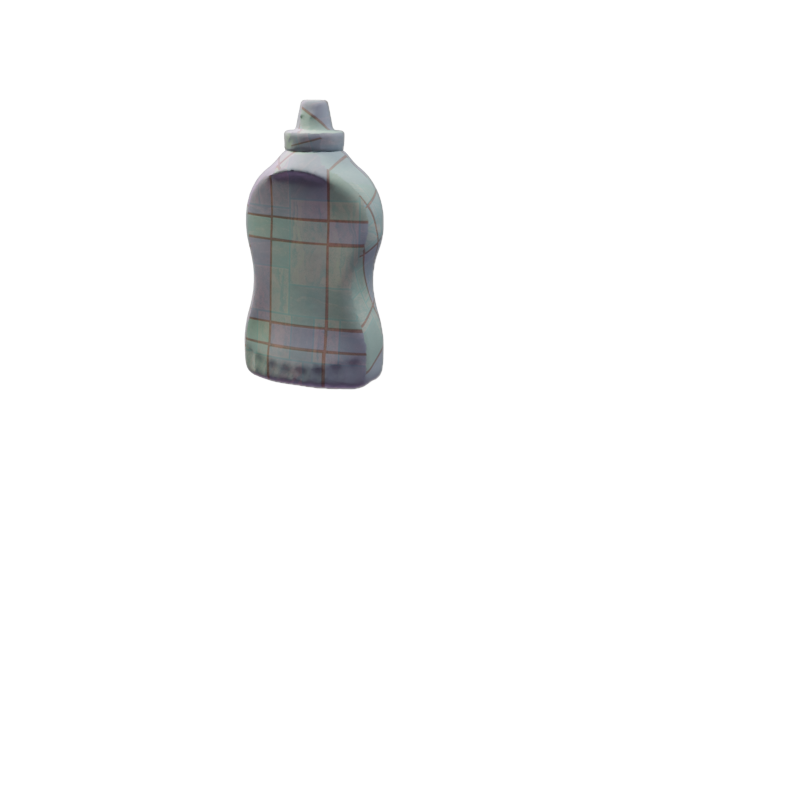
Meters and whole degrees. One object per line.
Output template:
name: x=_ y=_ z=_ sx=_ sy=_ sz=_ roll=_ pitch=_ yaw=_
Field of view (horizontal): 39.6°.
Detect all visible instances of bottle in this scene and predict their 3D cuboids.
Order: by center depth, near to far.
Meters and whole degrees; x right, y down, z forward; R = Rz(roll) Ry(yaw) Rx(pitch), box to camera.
bottle: x=-0.059 y=-0.108 z=0.757 sx=0.100 sy=0.187 sz=0.057 roll=6 pitch=11 yaw=27
